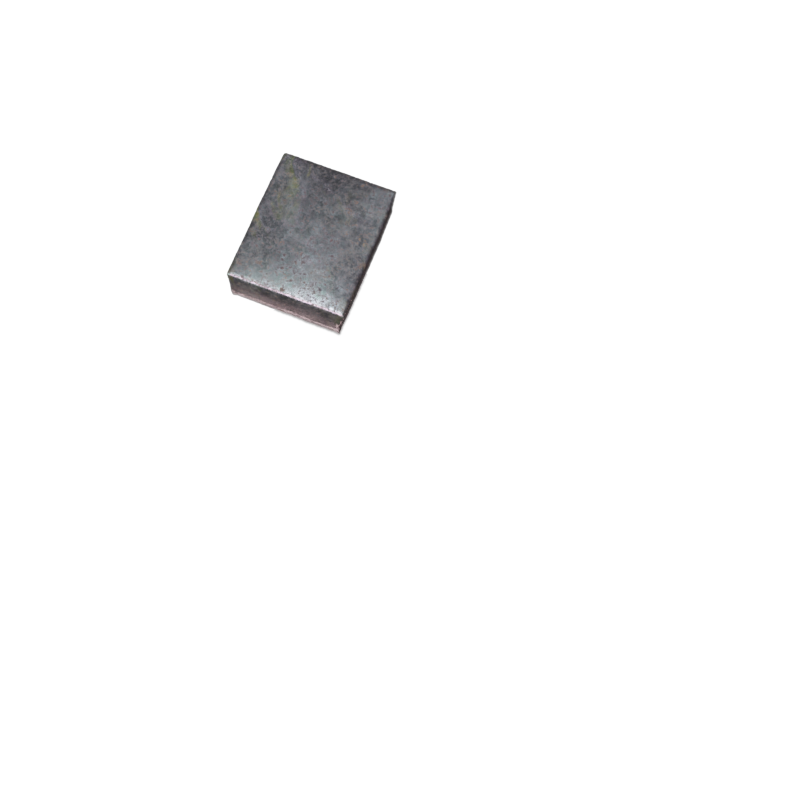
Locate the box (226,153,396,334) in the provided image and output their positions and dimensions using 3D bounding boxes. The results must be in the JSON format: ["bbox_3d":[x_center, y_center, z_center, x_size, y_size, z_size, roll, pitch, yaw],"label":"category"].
[{"bbox_3d":[-0.064,-0.116,0.810,0.091,0.118,0.037,19,-23,7],"label":"box"}]
